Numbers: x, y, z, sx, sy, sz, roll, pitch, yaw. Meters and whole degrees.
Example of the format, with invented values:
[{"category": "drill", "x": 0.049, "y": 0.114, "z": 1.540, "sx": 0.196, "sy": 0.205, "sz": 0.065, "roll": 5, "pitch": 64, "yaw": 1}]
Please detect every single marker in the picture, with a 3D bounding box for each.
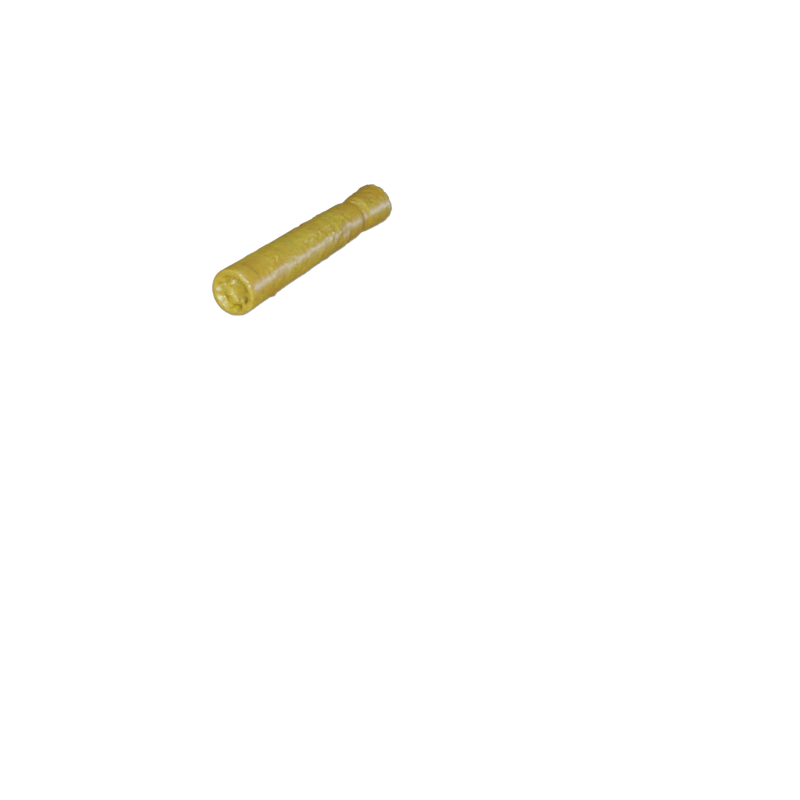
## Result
[{"category": "marker", "x": -0.036, "y": -0.066, "z": 0.459, "sx": 0.020, "sy": 0.019, "sz": 0.122, "roll": 2, "pitch": 26, "yaw": 28}]
